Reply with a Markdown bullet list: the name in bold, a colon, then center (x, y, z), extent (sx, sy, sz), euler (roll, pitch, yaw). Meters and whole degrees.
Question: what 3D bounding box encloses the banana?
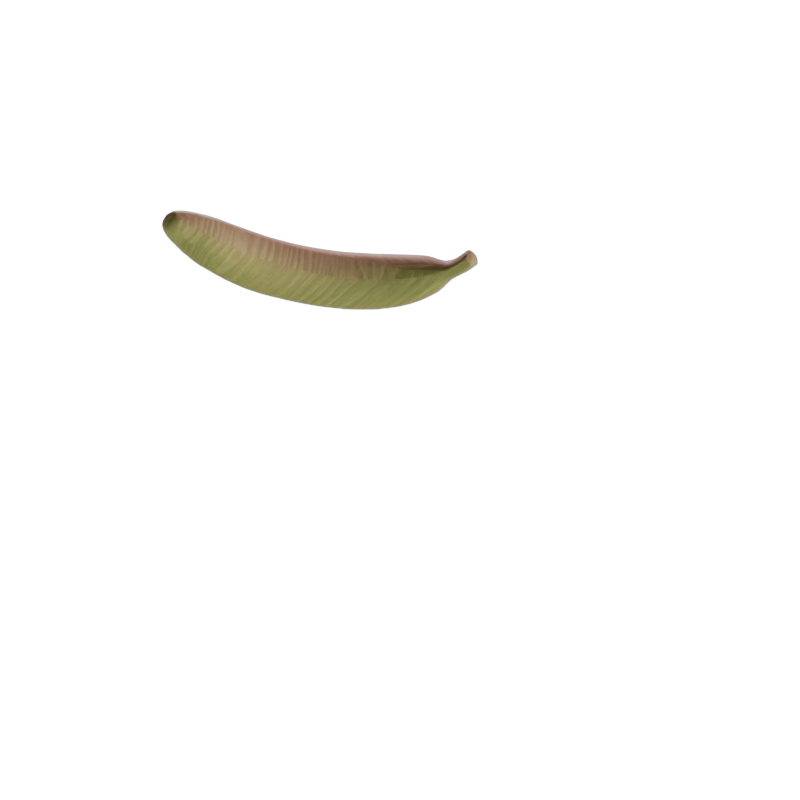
- **banana**: center (-0.055, -0.089, 0.715), extent (0.196, 0.039, 0.065), euler (5, -40, -7)
